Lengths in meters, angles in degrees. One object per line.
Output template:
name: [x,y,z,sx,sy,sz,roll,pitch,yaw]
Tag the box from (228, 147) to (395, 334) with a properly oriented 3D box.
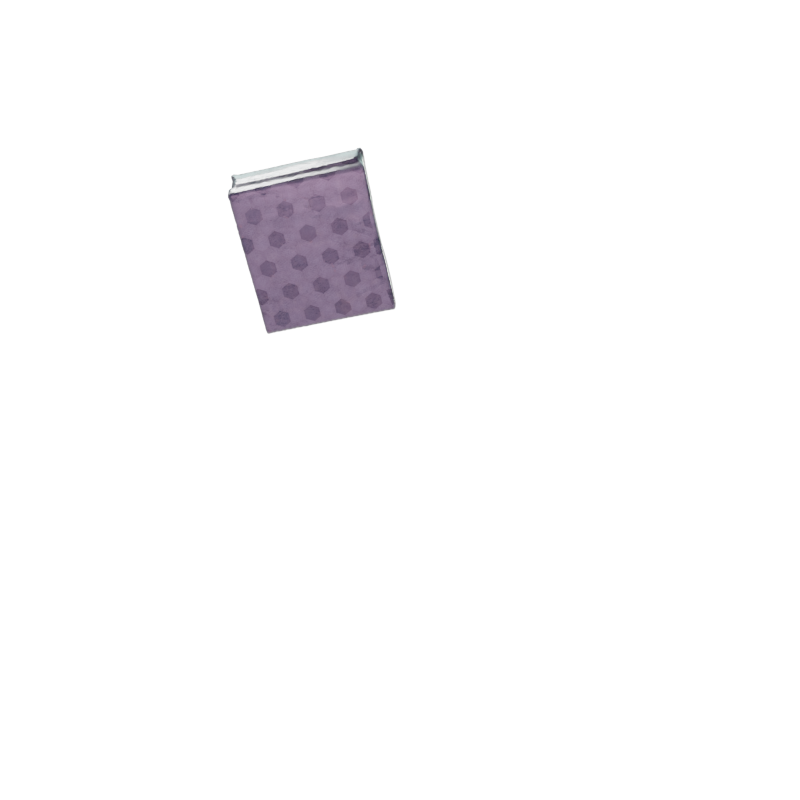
box: [-0.047,-0.086,0.601,0.073,0.084,0.032,-11,26,5]
